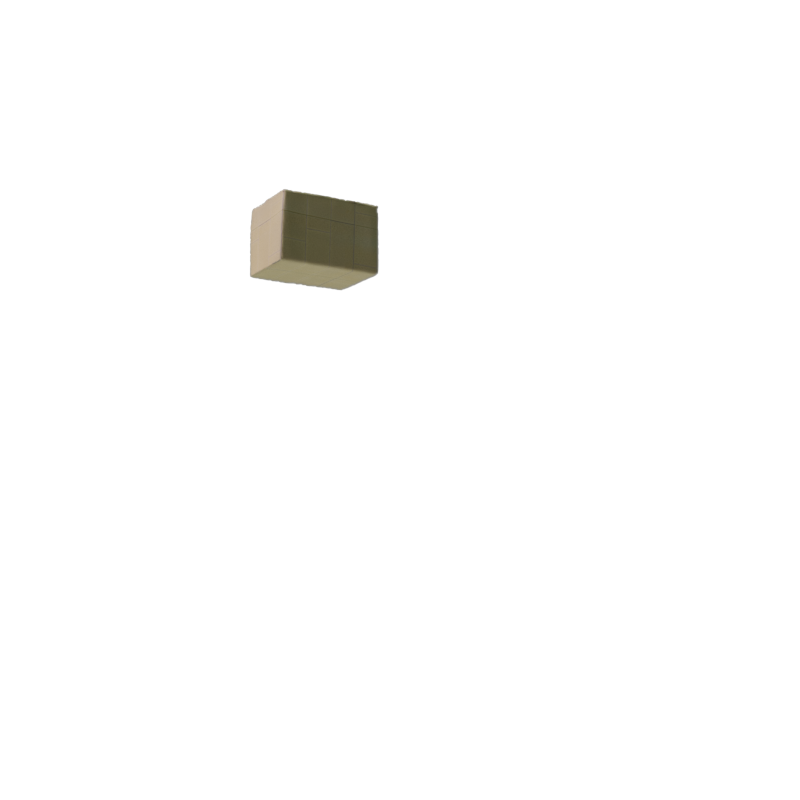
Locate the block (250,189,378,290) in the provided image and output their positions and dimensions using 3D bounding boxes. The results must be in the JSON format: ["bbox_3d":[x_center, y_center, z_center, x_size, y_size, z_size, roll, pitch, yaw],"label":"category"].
[{"bbox_3d":[-0.061,-0.111,0.779,0.075,0.053,0.053,6,-15,-30],"label":"block"}]
